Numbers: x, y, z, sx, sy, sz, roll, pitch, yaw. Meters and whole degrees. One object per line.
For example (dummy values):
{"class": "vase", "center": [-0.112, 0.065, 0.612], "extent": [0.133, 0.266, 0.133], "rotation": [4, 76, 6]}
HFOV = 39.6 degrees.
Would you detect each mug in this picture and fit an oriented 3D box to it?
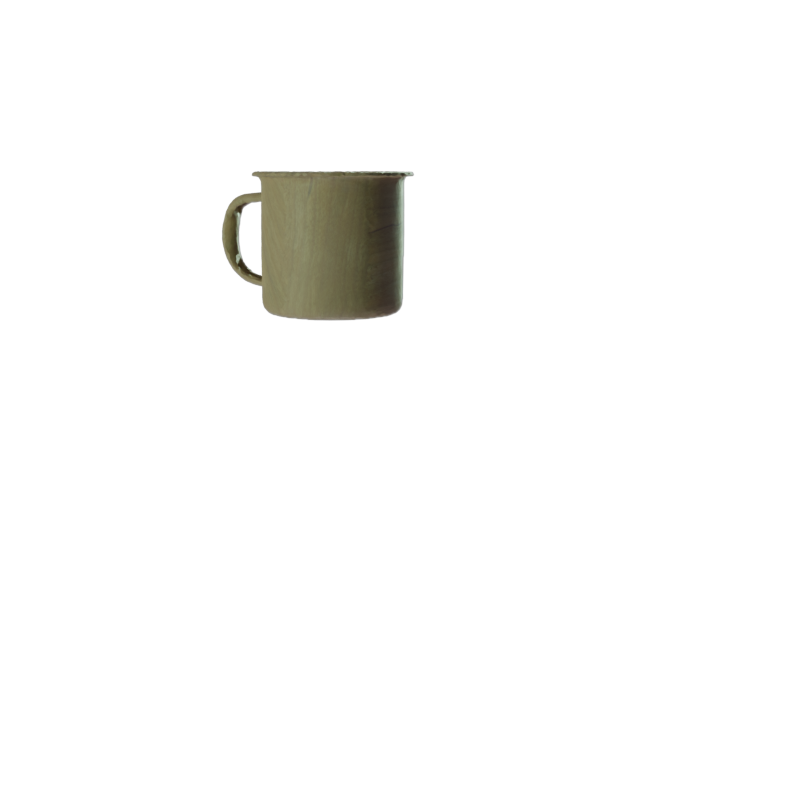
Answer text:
{"class": "mug", "center": [-0.050, -0.092, 0.642], "extent": [0.120, 0.080, 0.092], "rotation": [4, 9, 20]}
